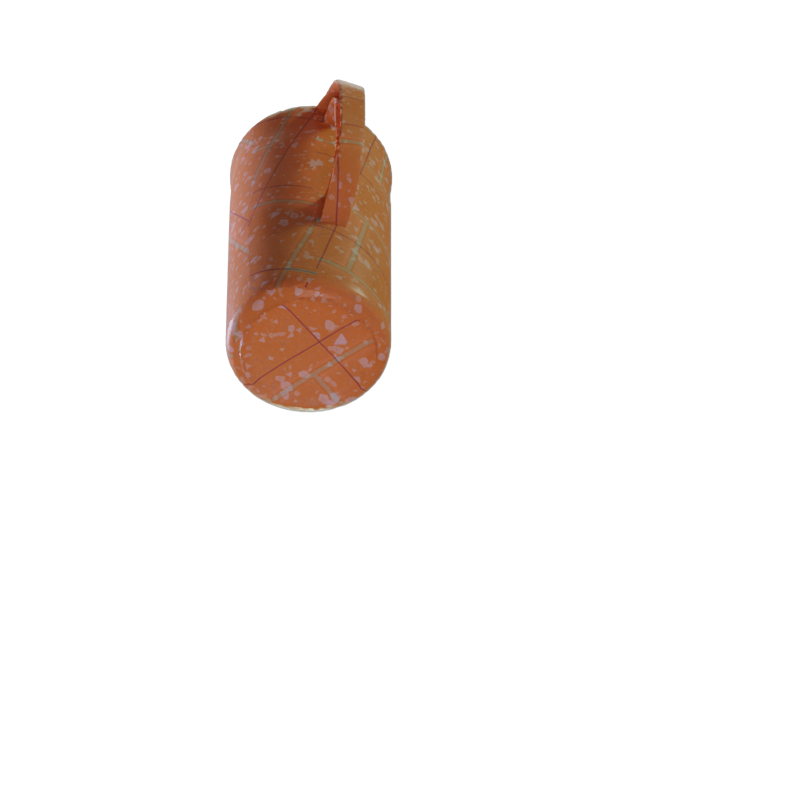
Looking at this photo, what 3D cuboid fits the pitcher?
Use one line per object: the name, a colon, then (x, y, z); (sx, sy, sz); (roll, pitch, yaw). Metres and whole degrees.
pitcher: (-0.063, -0.115, 0.807); (0.145, 0.139, 0.260); (-22, 35, 13)
